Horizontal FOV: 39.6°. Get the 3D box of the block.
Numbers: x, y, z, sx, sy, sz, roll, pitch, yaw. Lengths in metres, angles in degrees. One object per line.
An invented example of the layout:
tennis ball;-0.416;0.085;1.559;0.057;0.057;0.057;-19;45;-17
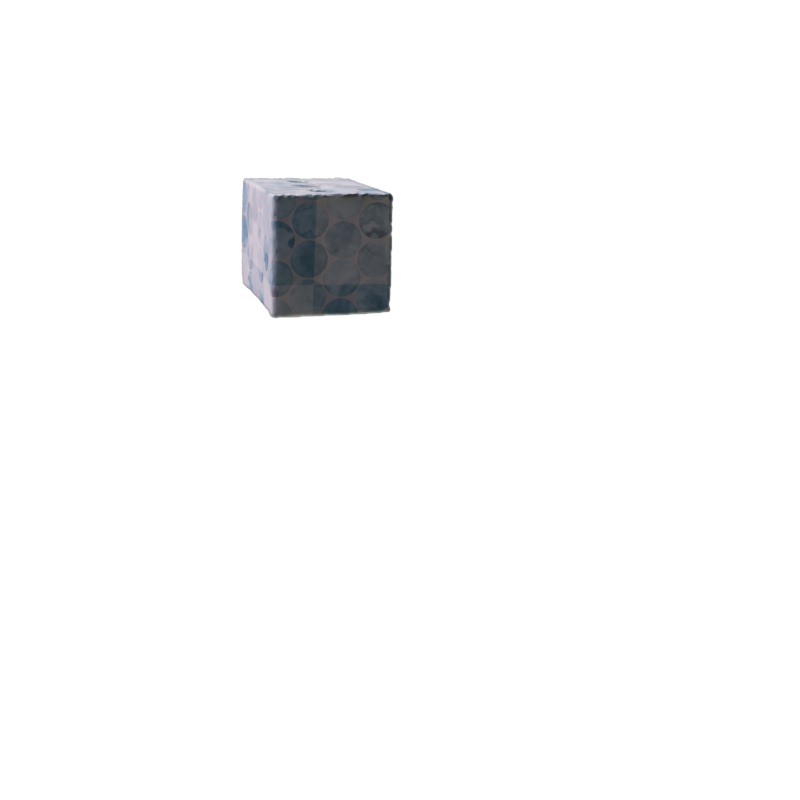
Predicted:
block;-0.038;-0.070;0.488;0.052;0.050;0.081;-3;14;-16
